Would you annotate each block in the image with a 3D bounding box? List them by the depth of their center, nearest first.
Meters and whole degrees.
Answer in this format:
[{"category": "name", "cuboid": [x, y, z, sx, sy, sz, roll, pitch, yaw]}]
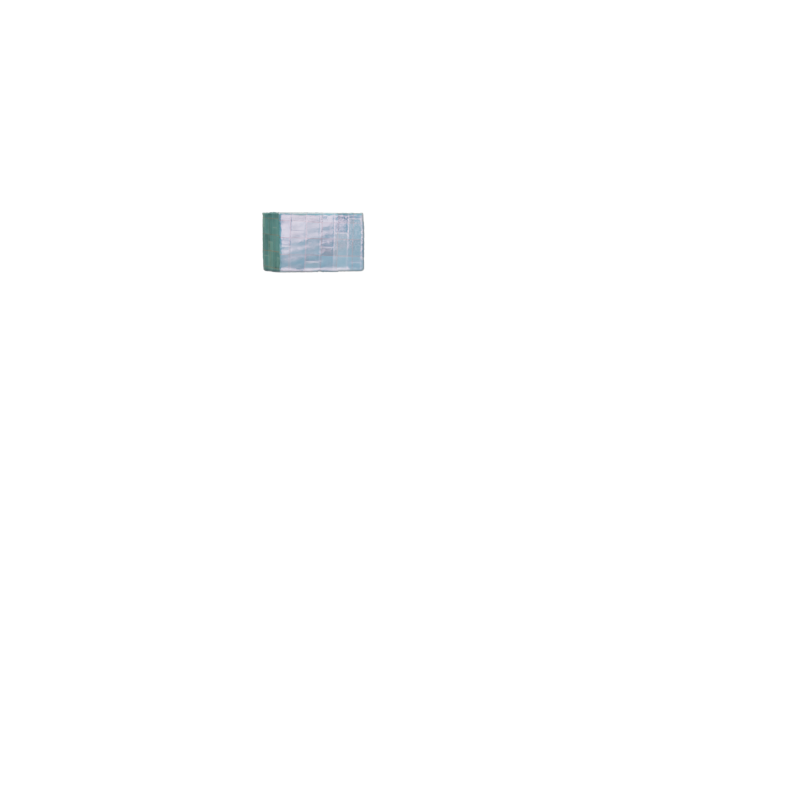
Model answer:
[{"category": "block", "cuboid": [-0.075, -0.136, 0.953, 0.076, 0.051, 0.054, -2, 5, -20]}]
